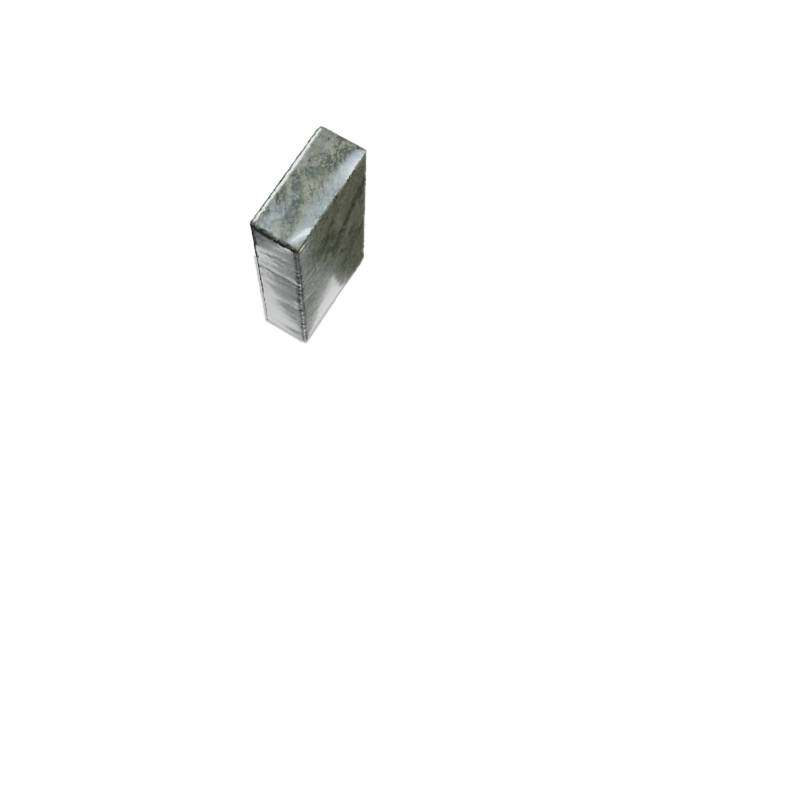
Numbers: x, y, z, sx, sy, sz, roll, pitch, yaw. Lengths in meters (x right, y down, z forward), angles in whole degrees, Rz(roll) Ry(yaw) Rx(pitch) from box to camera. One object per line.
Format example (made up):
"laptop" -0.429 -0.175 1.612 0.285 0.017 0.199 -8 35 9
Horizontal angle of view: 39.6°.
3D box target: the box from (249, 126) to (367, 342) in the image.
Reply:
"box" -0.064 -0.117 0.825 0.049 0.095 0.169 30 -17 5
